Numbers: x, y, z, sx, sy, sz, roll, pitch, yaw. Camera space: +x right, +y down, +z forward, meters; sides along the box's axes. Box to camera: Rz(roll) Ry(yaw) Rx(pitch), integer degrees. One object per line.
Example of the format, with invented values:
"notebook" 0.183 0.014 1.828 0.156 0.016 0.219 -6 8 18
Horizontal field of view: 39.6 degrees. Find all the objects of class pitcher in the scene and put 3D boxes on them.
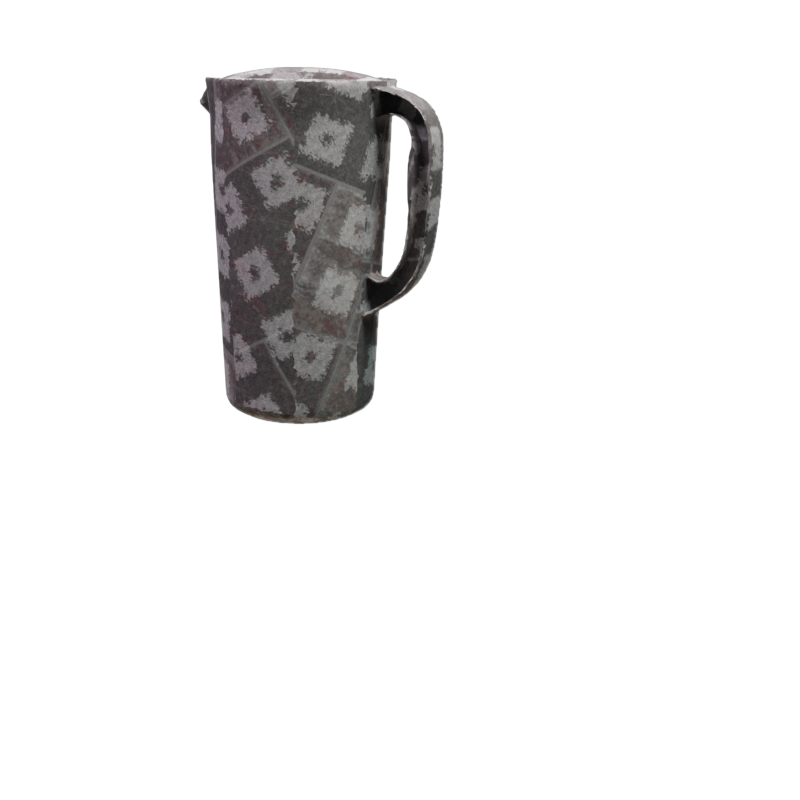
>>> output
"pitcher" -0.061 -0.112 0.781 0.142 0.237 0.156 -3 13 -17
